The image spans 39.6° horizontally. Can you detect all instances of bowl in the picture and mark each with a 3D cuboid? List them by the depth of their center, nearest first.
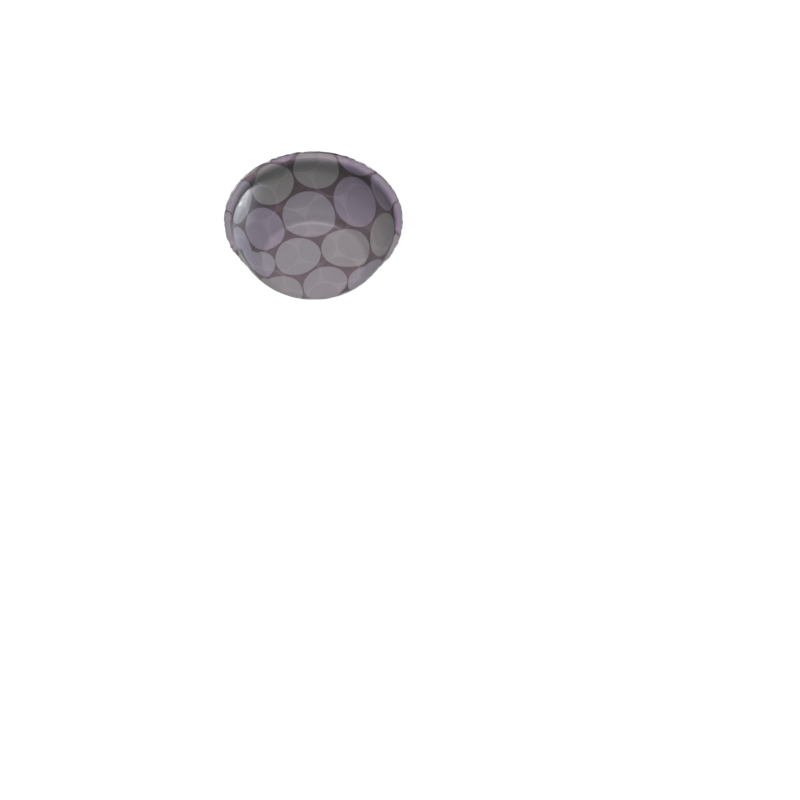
[{"bbox_3d":[-0.077,-0.140,0.981,0.162,0.151,0.059,1,44,-1],"label":"bowl"}]
